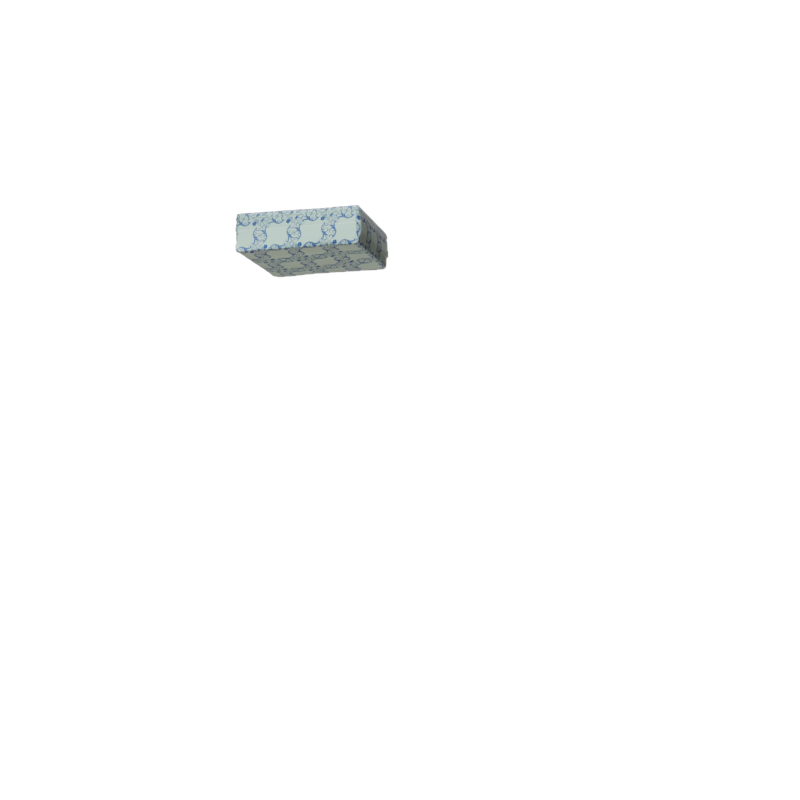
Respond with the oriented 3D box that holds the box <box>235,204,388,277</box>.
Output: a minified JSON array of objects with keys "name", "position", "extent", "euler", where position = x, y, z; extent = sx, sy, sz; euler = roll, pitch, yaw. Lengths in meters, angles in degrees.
[{"name":"box","position":[-0.076,-0.138,0.969],"extent":[0.116,0.040,0.085],"euler":[-3,-11,16]}]
